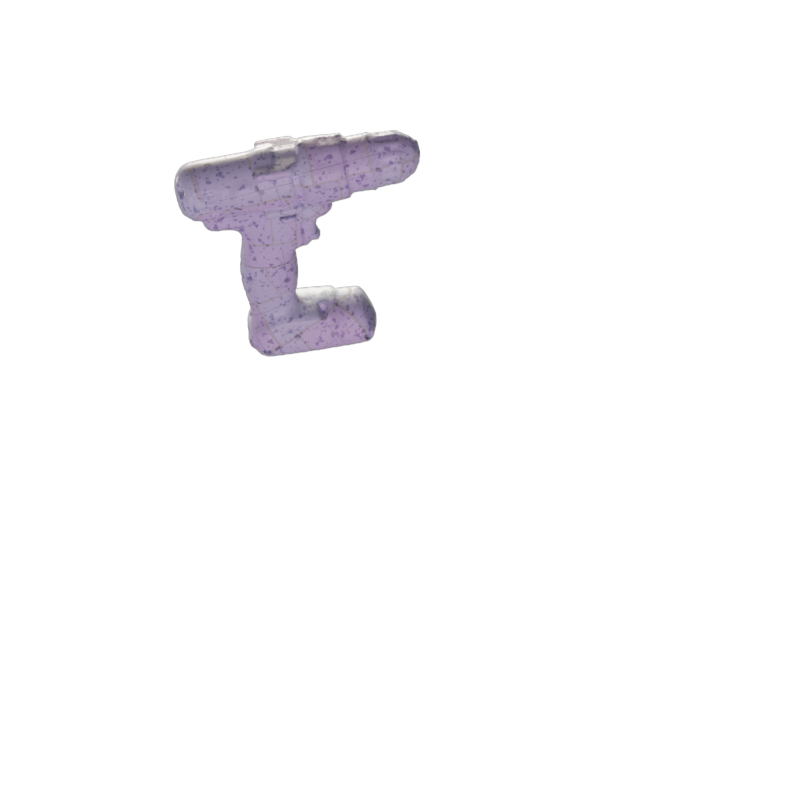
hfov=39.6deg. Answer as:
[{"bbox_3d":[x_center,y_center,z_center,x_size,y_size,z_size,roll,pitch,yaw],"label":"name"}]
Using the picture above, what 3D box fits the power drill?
[{"bbox_3d":[-0.068,-0.124,0.868,0.185,0.174,0.062,-7,41,6],"label":"power drill"}]
